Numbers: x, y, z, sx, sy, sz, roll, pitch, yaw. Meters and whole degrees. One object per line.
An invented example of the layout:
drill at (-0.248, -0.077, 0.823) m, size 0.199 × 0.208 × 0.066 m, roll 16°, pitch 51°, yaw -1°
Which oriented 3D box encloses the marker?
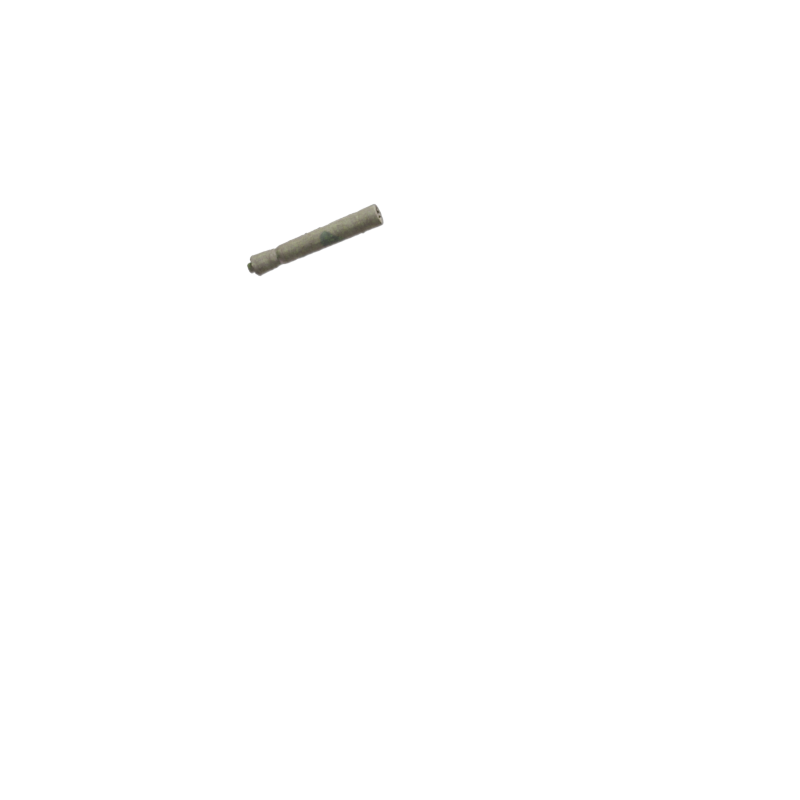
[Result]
marker at (-0.072, -0.132, 0.922) m, size 0.121 × 0.020 × 0.019 m, roll -21°, pitch -1°, yaw 14°
